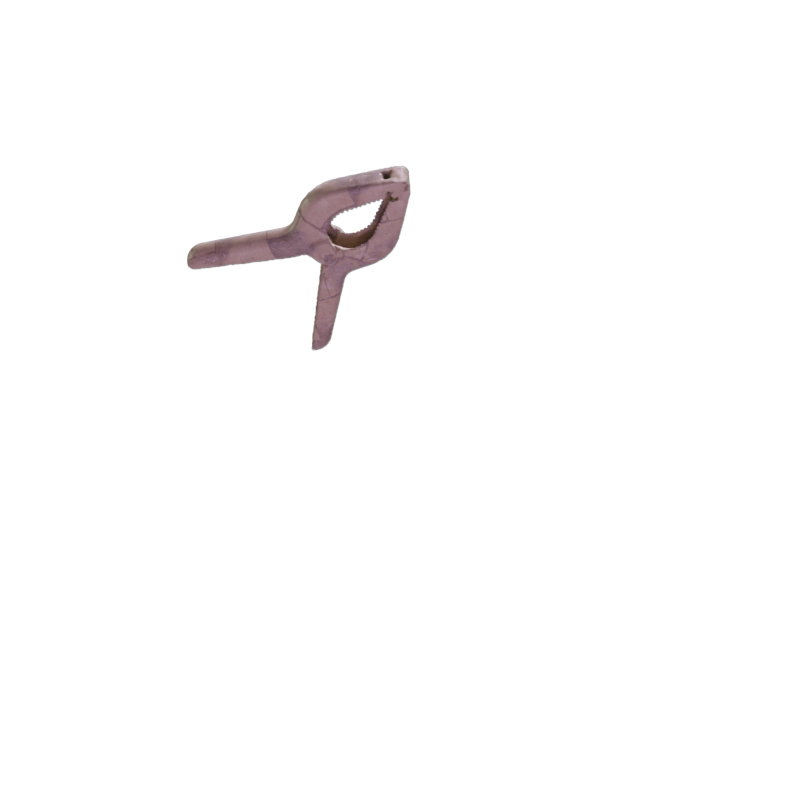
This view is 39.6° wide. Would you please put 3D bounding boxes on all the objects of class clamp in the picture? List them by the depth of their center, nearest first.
[{"bbox_3d":[-0.077,-0.140,0.983,0.156,0.039,0.206,29,-54,-25],"label":"clamp"}]
